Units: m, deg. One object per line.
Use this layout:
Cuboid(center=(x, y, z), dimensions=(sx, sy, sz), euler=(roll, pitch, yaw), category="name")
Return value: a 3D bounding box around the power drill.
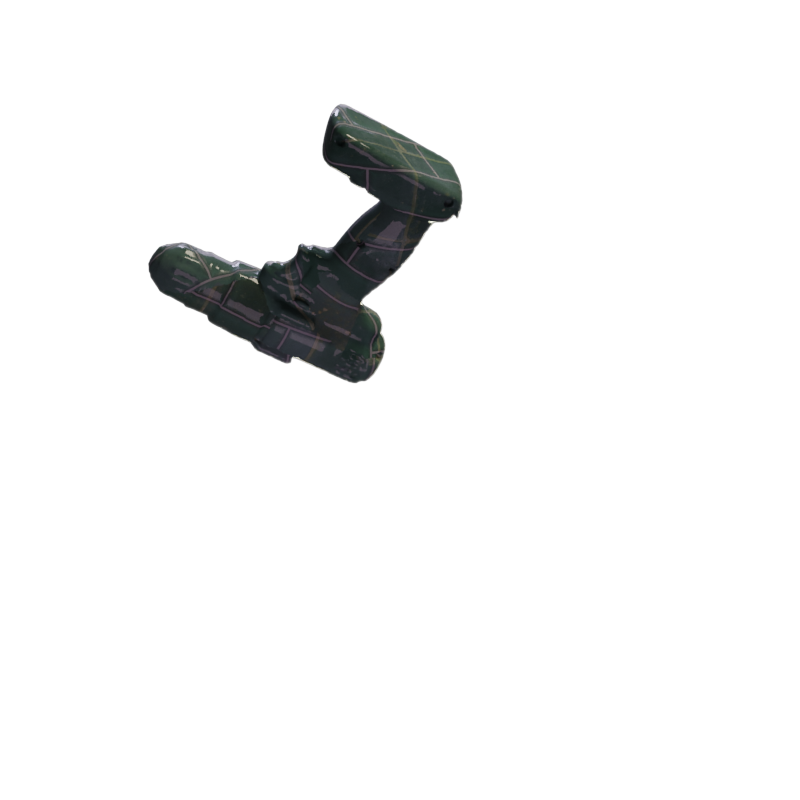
Cuboid(center=(-0.060, -0.110, 0.771), dimensions=(0.178, 0.182, 0.061), euler=(25, 33, -18), category="power drill")
